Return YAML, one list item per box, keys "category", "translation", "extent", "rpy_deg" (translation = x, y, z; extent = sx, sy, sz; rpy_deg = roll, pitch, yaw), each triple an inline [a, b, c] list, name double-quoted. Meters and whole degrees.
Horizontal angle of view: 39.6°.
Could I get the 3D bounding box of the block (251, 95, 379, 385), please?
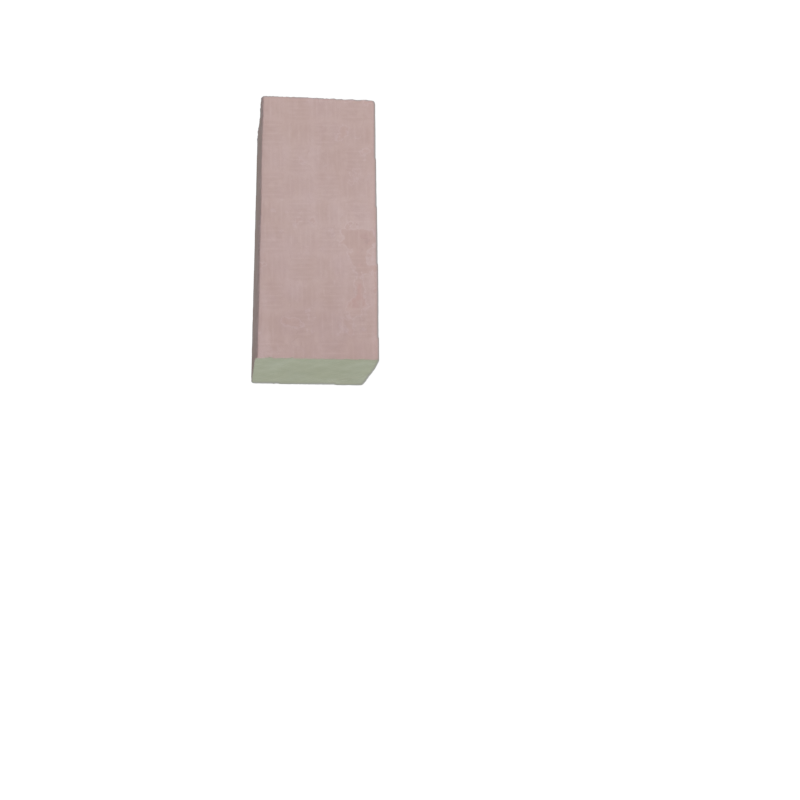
- category: "block"
  translation: [-0.067, -0.122, 0.860]
  extent: [0.090, 0.215, 0.087]
  rpy_deg: [1, -18, -7]
